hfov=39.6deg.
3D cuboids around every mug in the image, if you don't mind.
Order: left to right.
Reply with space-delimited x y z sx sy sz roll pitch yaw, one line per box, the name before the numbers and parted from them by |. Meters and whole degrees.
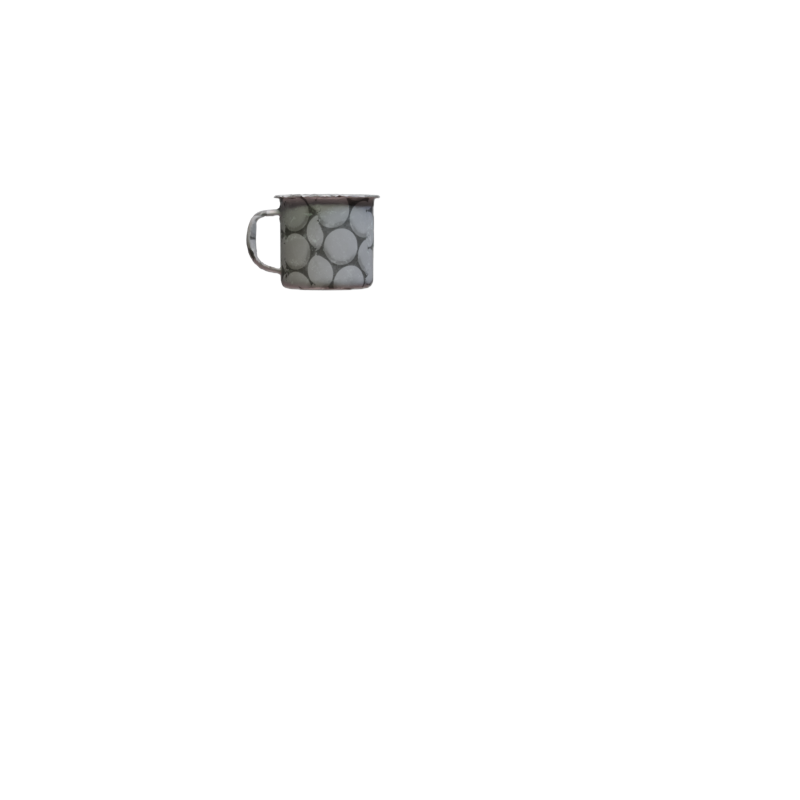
mug | -0.076 -0.138 0.969 0.116 0.081 0.095 -1 6 -8
